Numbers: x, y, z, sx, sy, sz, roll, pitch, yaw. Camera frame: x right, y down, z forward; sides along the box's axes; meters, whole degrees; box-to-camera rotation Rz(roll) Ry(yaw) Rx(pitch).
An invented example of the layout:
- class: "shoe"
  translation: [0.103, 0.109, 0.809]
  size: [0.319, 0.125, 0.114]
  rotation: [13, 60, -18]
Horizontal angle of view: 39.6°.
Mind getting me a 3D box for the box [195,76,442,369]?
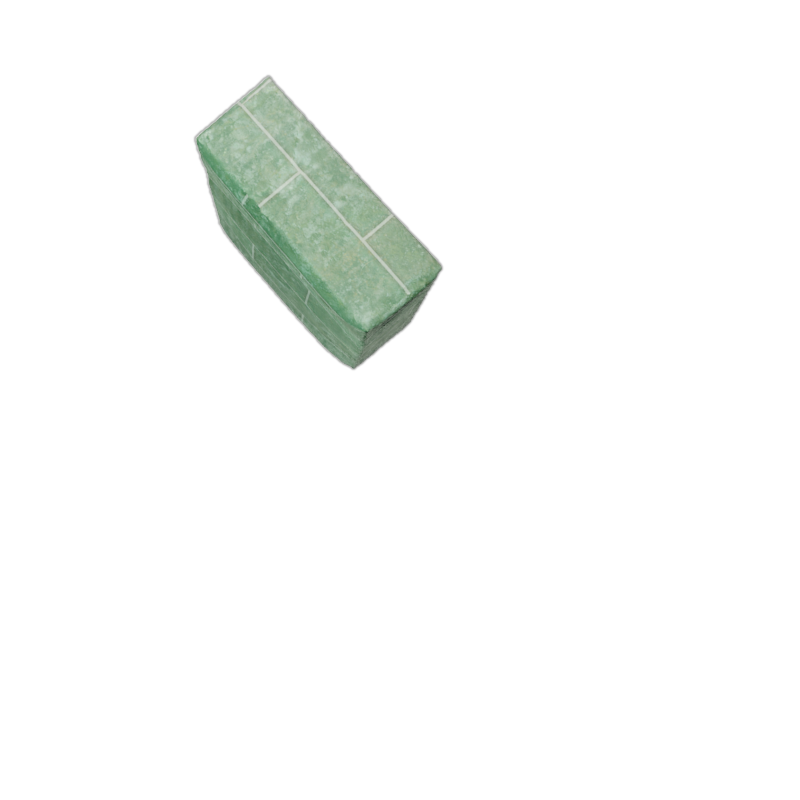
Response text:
- class: "box"
  translation: [-0.060, -0.110, 0.771]
  size: [0.072, 0.167, 0.209]
  rotation: [-41, -4, -7]
